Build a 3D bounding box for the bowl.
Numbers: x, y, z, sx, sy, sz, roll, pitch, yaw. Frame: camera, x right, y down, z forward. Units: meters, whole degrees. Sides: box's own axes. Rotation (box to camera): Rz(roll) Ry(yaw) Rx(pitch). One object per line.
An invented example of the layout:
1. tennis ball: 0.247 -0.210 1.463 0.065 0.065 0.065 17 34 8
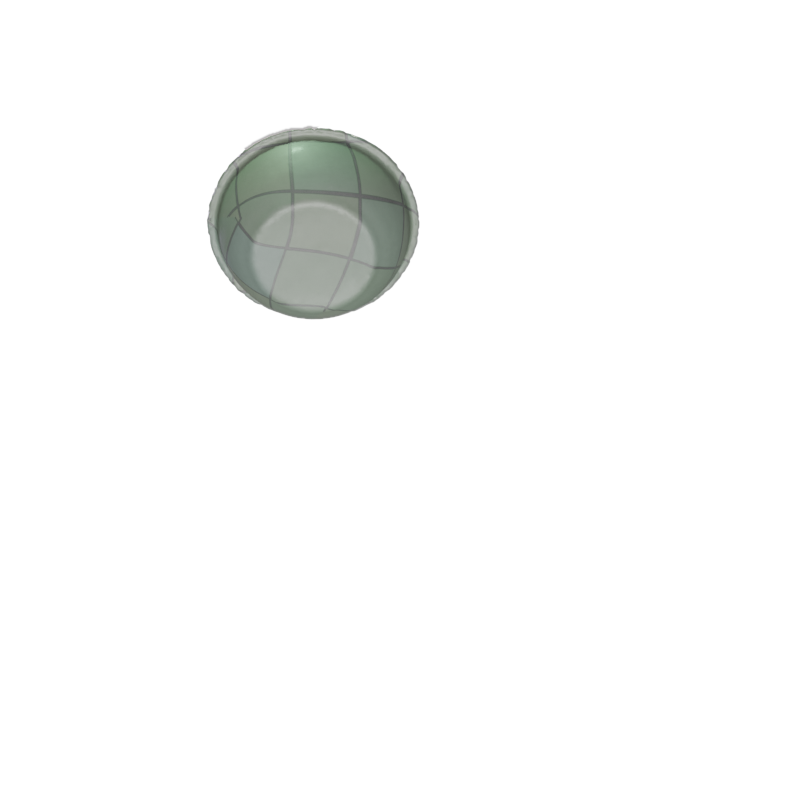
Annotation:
1. bowl: -0.064 -0.117 0.823 0.162 0.153 0.058 1 29 -1
